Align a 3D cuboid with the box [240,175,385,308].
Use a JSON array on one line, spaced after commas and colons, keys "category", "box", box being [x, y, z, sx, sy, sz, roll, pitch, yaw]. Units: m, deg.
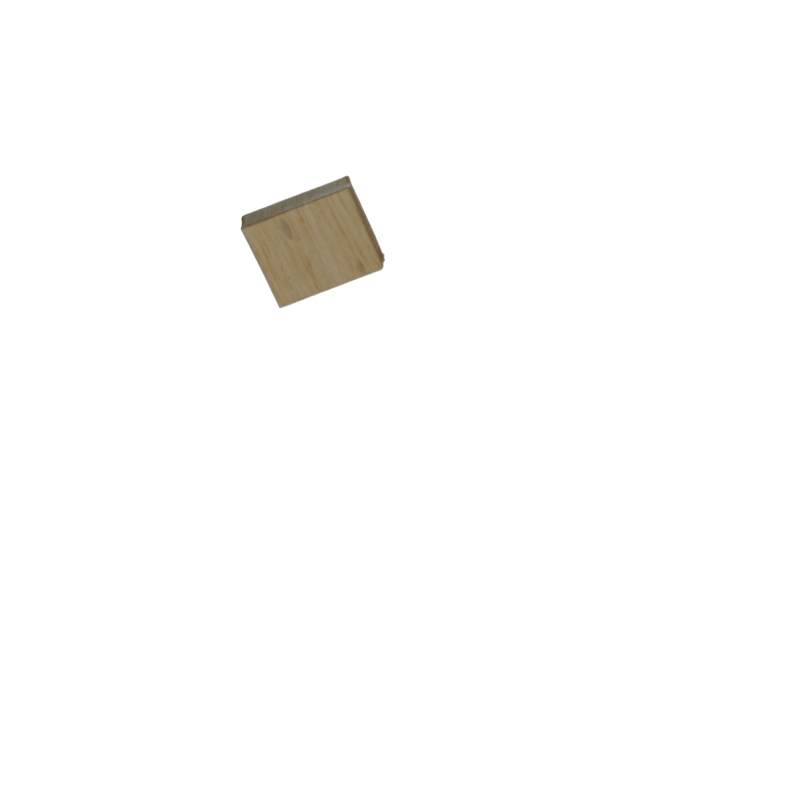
[{"category": "box", "box": [-0.065, -0.119, 0.836, 0.089, 0.069, 0.032, -20, 26, 10]}]
